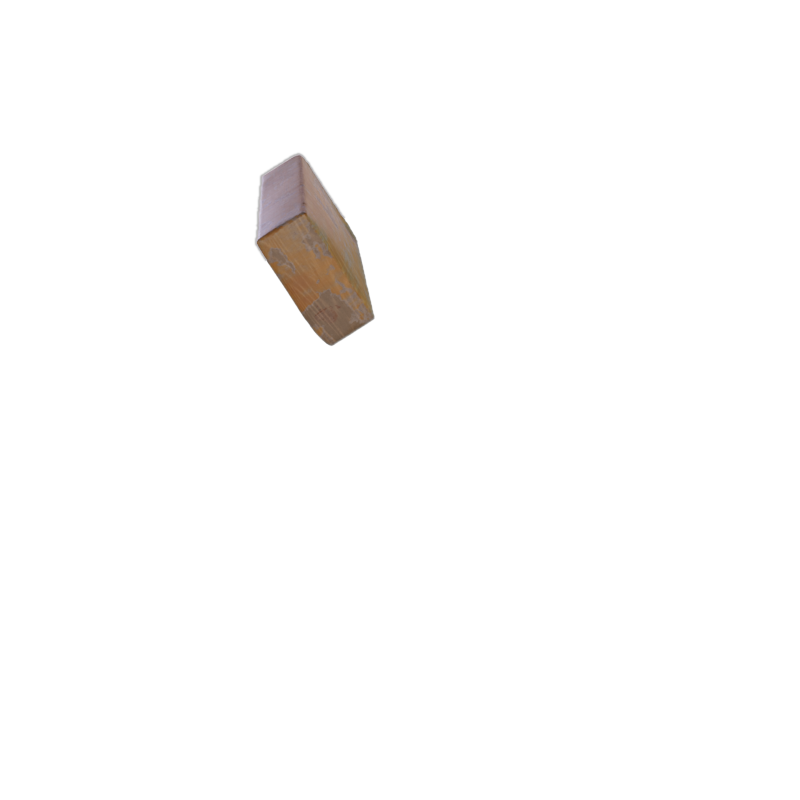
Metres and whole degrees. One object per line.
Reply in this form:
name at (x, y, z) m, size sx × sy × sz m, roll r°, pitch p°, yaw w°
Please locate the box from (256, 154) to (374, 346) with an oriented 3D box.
box at (-0.064, -0.118, 0.822) m, size 0.048 × 0.089 × 0.186 m, roll -30°, pitch 23°, yaw 10°
